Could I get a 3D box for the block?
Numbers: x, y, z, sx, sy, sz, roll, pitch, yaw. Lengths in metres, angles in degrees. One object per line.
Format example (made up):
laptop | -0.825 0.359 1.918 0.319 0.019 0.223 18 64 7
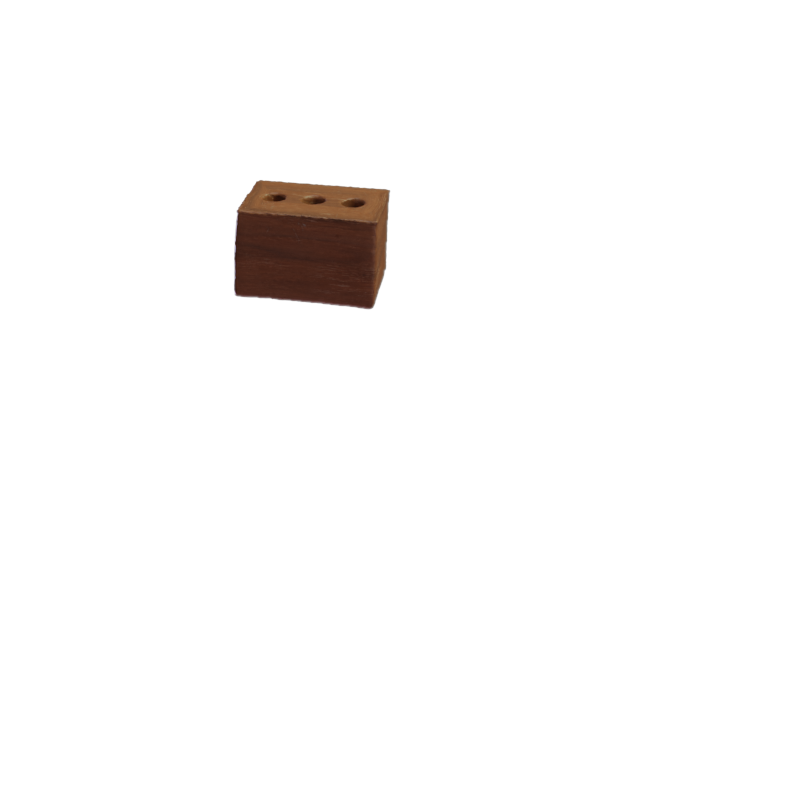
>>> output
block | -0.048 -0.087 0.608 0.079 0.048 0.055 5 28 8
